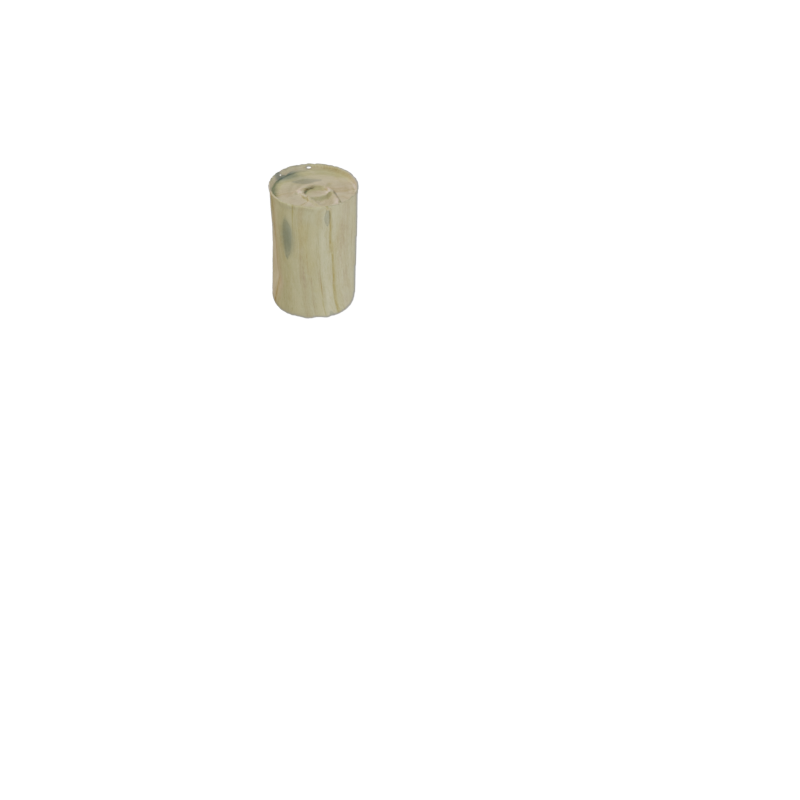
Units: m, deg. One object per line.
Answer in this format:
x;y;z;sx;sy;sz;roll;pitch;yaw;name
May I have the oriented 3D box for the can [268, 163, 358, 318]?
-0.067;-0.123;0.858;0.068;0.096;0.073;0;35;-3;can
